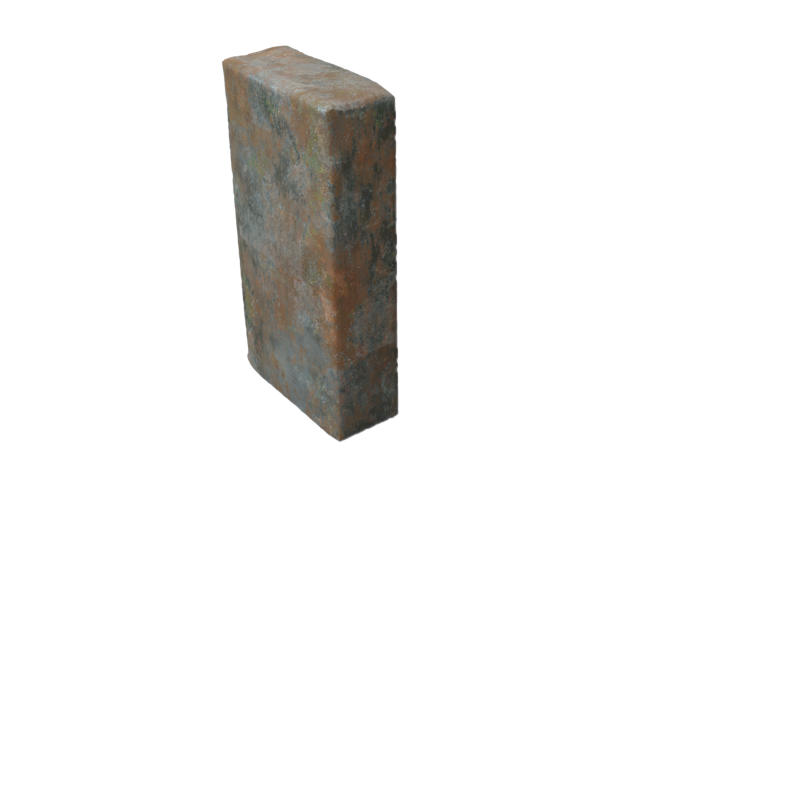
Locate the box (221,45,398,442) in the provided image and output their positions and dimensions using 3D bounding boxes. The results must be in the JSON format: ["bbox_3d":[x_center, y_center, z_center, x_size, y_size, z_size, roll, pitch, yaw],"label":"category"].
[{"bbox_3d":[-0.043,-0.079,0.551,0.047,0.166,0.100,-18,35,-32],"label":"box"}]
